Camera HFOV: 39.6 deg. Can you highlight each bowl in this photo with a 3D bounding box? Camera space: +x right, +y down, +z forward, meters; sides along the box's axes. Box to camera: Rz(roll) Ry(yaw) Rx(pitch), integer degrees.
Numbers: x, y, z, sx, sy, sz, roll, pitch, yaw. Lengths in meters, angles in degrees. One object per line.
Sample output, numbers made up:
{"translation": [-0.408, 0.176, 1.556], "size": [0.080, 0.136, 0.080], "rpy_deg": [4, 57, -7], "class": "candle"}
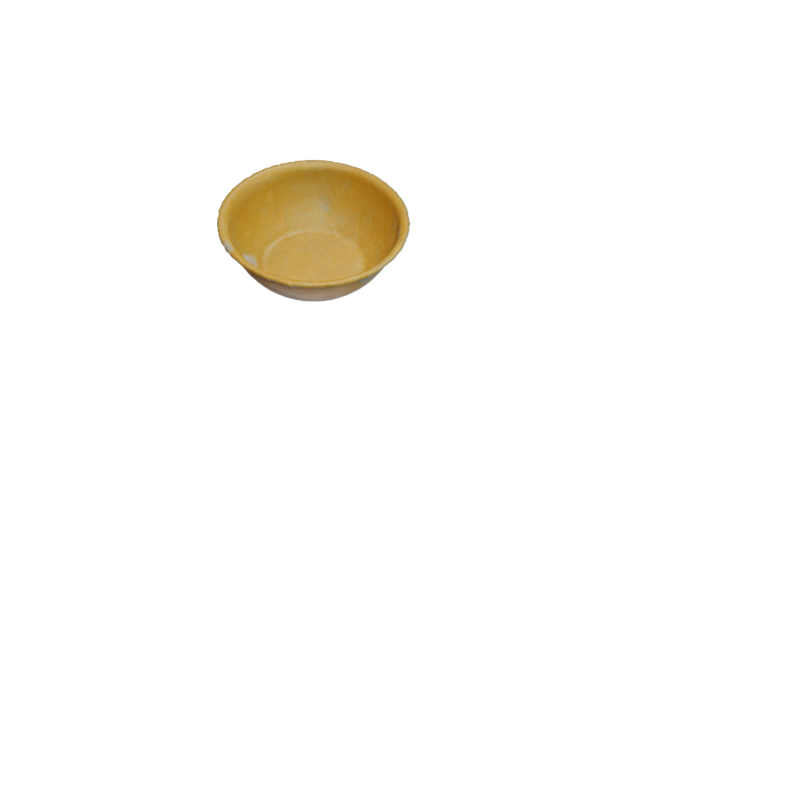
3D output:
{"translation": [-0.074, -0.135, 0.947], "size": [0.162, 0.174, 0.051], "rpy_deg": [-1, -44, -1], "class": "bowl"}
